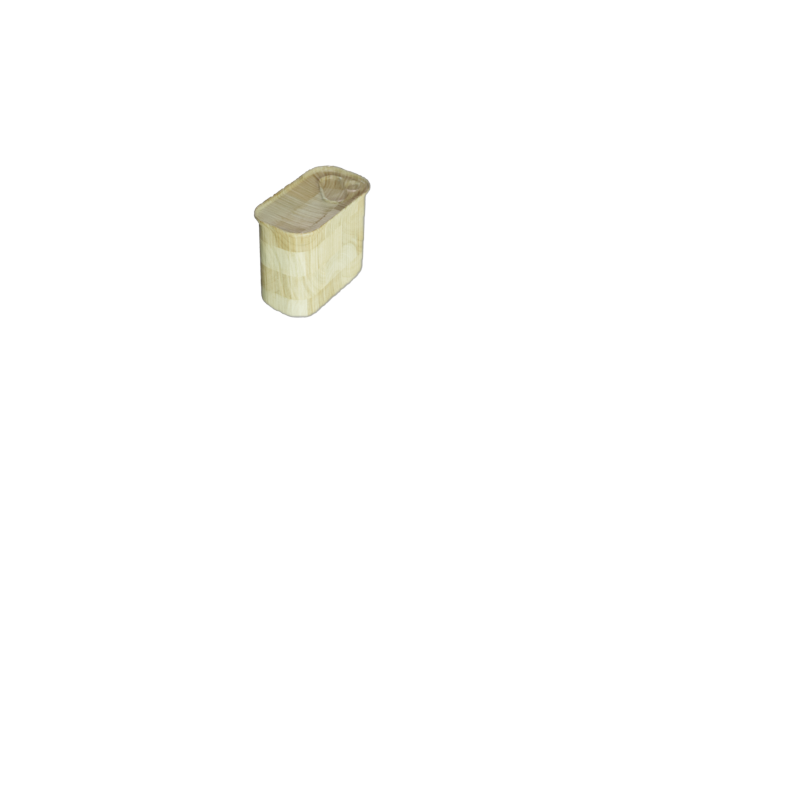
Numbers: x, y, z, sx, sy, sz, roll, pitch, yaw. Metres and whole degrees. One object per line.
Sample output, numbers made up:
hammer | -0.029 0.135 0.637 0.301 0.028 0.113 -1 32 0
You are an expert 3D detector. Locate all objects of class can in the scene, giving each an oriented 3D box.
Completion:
can | -0.069 -0.127 0.887 0.060 0.078 0.104 23 43 24
